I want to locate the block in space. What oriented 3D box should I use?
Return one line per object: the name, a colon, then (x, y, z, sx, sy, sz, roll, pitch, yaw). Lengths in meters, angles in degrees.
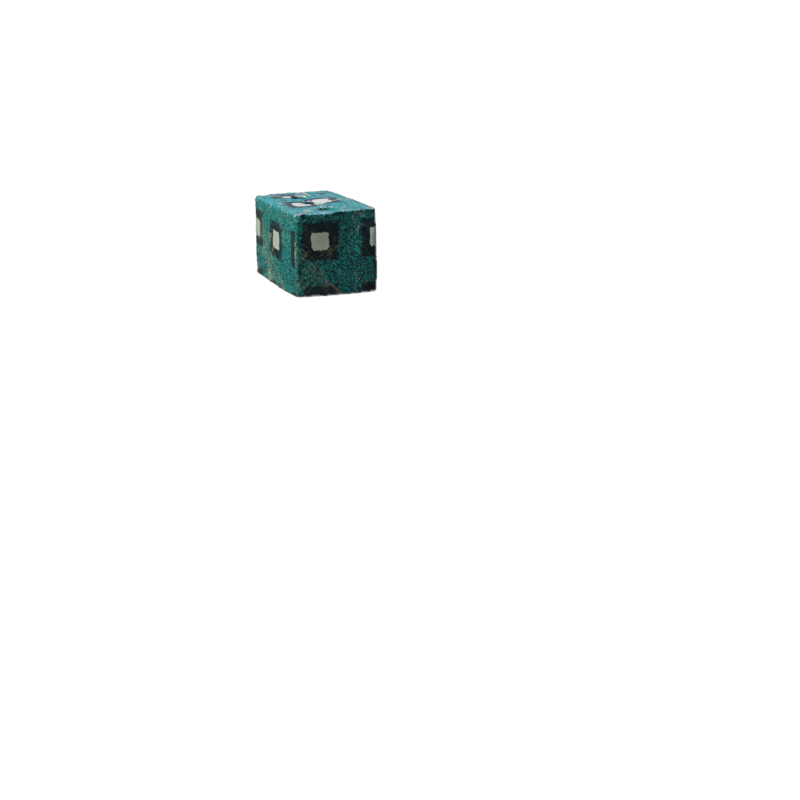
block: (-0.054, -0.098, 0.686, 0.051, 0.050, 0.082, -7, 18, -24)
